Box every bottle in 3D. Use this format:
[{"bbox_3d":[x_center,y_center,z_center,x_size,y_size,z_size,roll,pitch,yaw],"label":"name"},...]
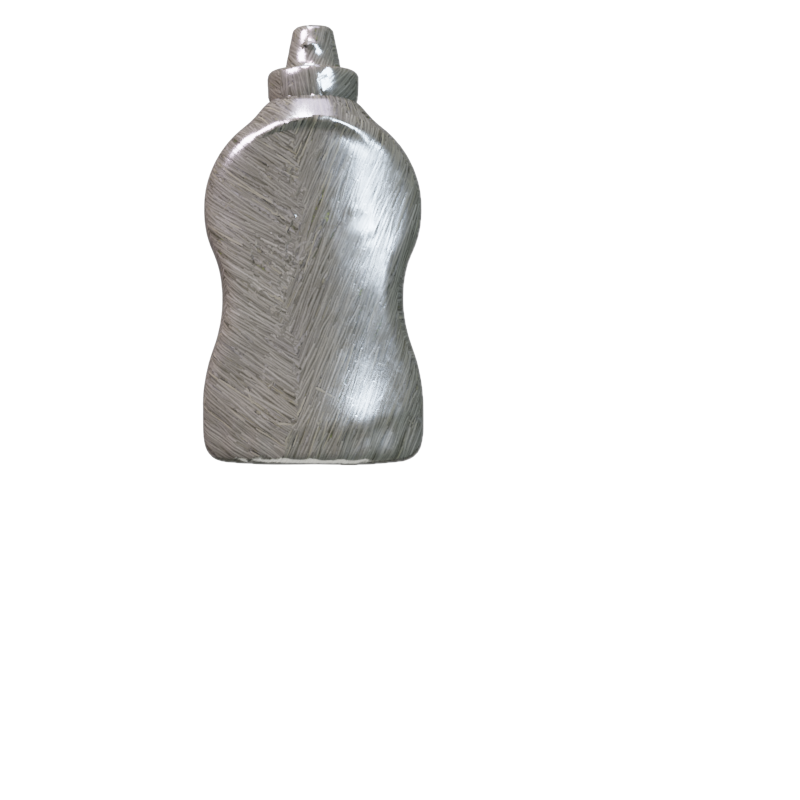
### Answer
[{"bbox_3d":[-0.039,-0.071,0.494,0.096,0.193,0.058,0,-3,1],"label":"bottle"}]
